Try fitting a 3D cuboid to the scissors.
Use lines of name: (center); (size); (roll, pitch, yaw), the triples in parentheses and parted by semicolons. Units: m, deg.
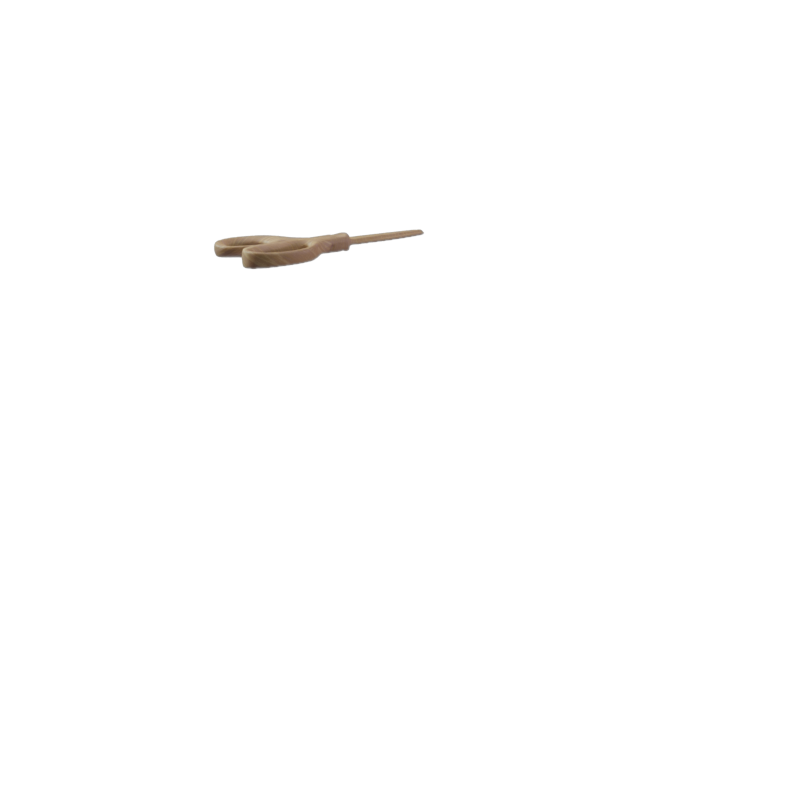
scissors: (-0.072, -0.132, 0.924); (0.101, 0.015, 0.199); (10, 19, 32)
